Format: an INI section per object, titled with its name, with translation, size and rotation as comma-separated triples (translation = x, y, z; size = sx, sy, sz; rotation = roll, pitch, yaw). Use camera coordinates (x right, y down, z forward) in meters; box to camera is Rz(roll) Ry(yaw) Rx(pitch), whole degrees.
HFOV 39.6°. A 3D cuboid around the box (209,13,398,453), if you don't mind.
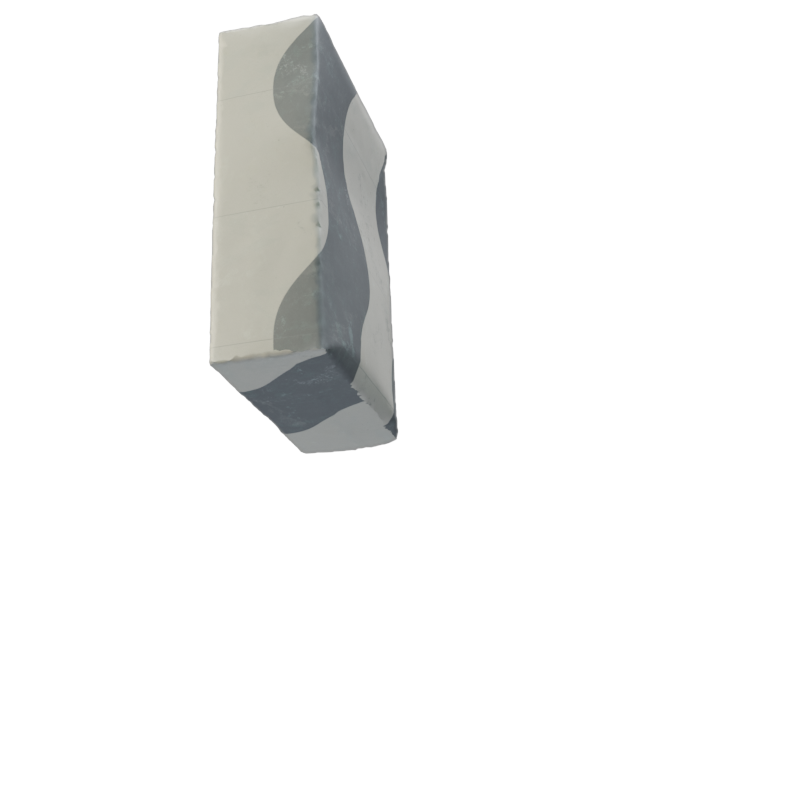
[box]
translation = -0.052, -0.095, 0.665
size = 0.073, 0.226, 0.153
rotation = -8, -25, 12
